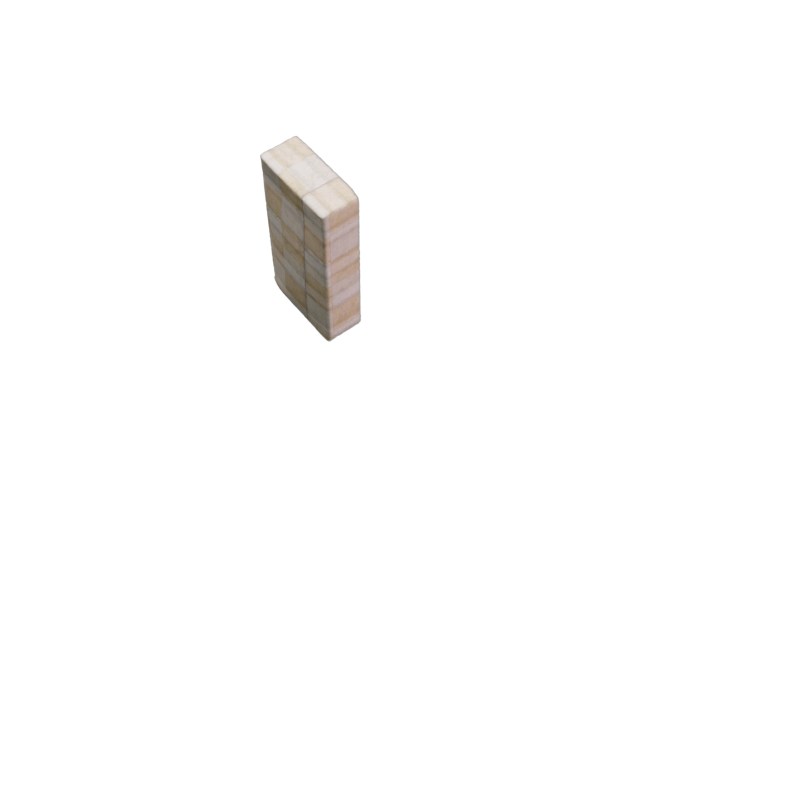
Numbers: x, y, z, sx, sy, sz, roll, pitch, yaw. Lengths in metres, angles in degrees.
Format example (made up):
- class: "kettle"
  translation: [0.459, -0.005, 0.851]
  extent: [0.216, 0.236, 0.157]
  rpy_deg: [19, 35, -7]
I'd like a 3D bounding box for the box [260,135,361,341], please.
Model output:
- class: "box"
  translation: [-0.076, -0.140, 0.981]
  extent: [0.048, 0.100, 0.165]
  rpy_deg: [-30, -29, -23]
